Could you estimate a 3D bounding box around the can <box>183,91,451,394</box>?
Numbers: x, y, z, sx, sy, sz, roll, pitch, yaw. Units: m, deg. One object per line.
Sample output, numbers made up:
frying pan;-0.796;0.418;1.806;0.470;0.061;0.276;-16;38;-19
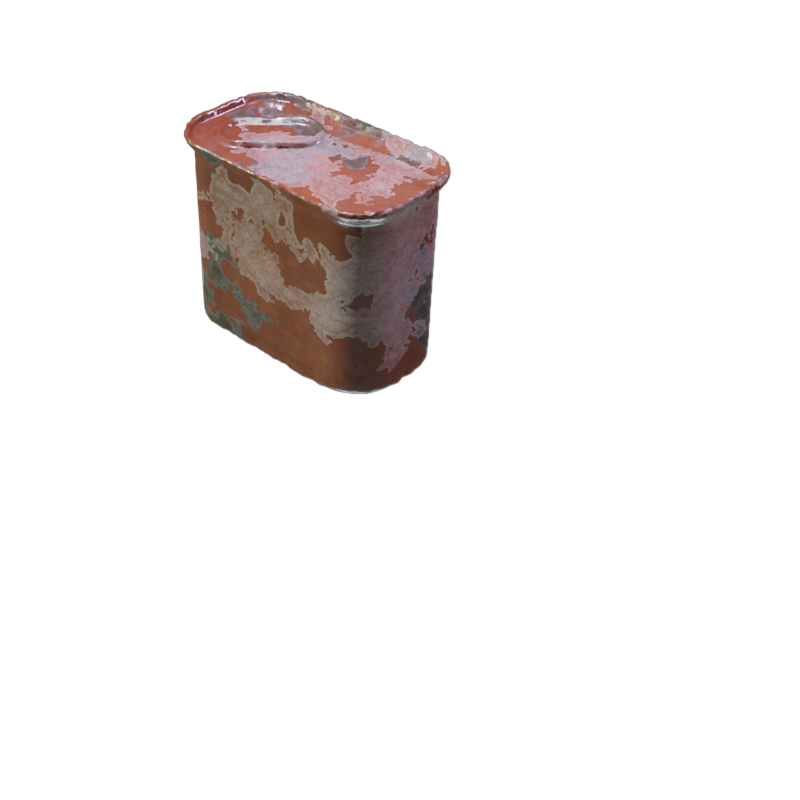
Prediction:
can;-0.034;-0.061;0.427;0.108;0.078;0.058;30;44;32
